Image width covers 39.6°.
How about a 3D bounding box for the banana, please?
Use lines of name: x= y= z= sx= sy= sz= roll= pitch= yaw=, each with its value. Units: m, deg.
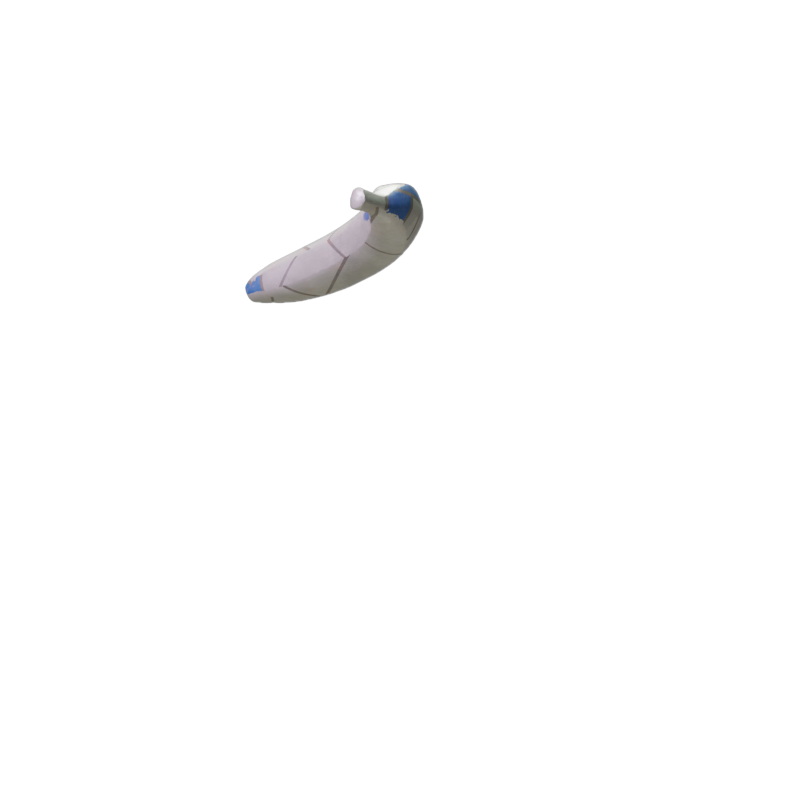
banana: x=-0.036 y=-0.098 z=0.694 sx=0.067 sy=0.038 sz=0.196 roll=7 pitch=-16 yaw=-24
